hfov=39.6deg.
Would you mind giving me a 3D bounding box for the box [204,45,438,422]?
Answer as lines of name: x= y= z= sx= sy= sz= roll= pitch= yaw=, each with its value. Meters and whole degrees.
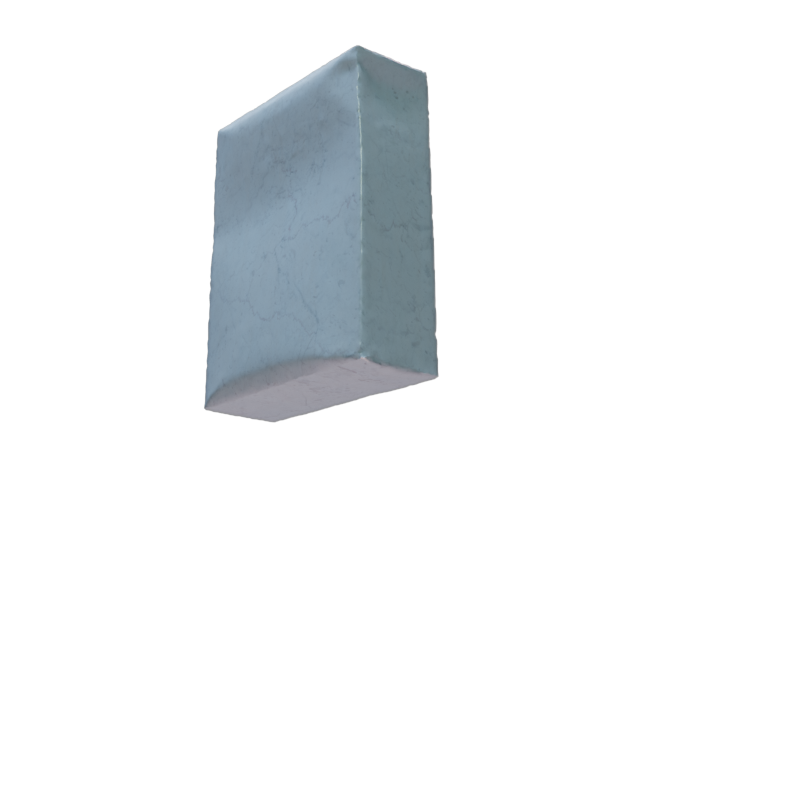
box: x=-0.058 y=-0.106 z=0.743 sx=0.068 sy=0.224 sz=0.166 roll=16 pitch=-24 yaw=-40
